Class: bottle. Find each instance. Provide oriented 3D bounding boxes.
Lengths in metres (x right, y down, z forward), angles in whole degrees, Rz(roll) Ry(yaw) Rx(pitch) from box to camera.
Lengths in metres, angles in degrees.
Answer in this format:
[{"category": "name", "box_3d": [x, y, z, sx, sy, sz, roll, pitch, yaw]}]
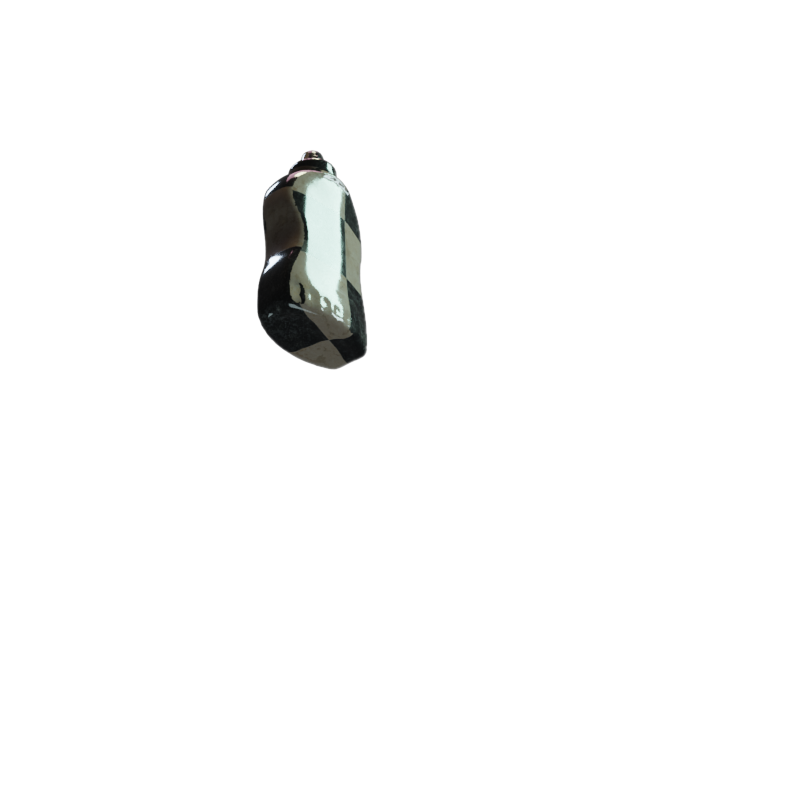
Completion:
[{"category": "bottle", "box_3d": [-0.069, -0.125, 0.880, 0.058, 0.206, 0.090, -29, -45, 30]}]
